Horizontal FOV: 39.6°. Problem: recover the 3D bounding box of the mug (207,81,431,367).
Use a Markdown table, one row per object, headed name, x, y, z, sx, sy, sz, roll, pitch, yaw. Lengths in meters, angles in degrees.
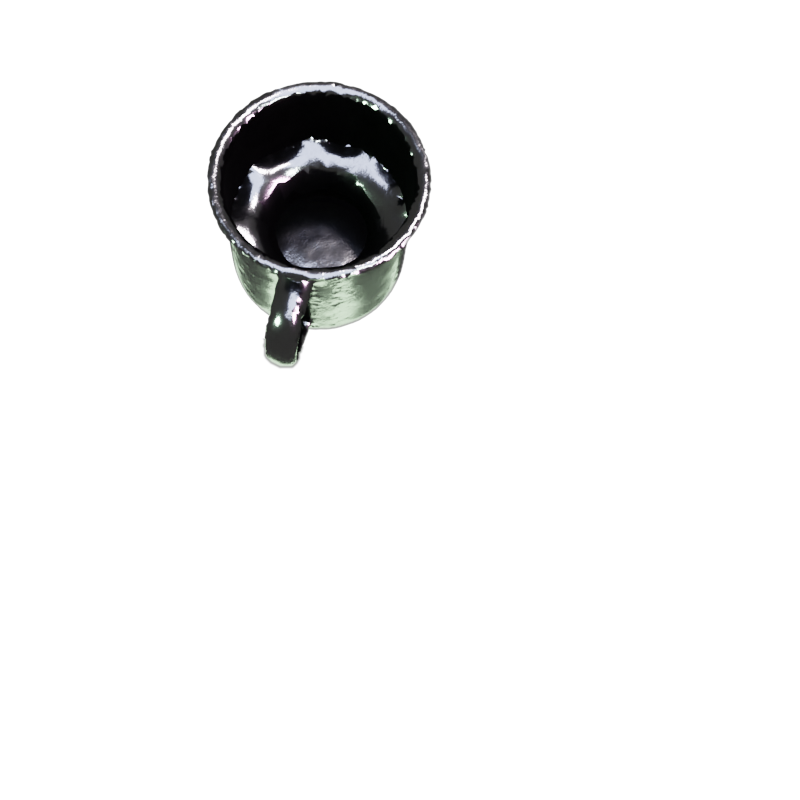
| name | x | y | z | sx | sy | sz | roll | pitch | yaw |
| --- | --- | --- | --- | --- | --- | --- | --- | --- | --- |
| mug | -0.038 | -0.070 | 0.490 | 0.094 | 0.122 | 0.078 | 10 | -21 | 2 |
